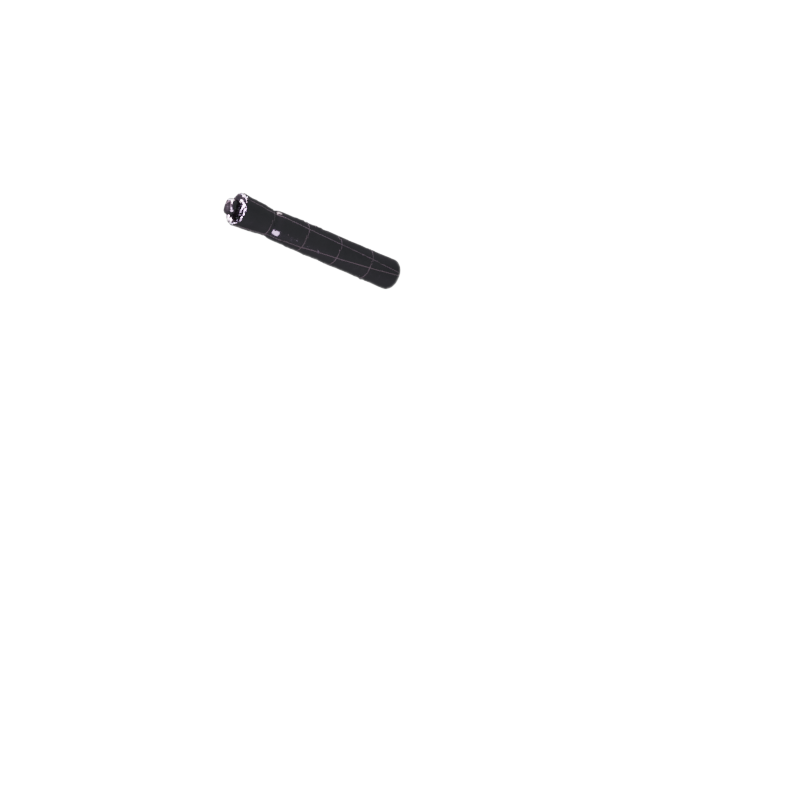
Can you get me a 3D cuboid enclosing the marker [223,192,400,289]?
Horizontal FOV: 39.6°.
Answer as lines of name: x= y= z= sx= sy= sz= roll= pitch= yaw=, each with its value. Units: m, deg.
marker: x=-0.049 y=-0.090 z=0.632 sx=0.114 sy=0.020 sz=0.021 roll=19 pitch=-8 yaw=-36
